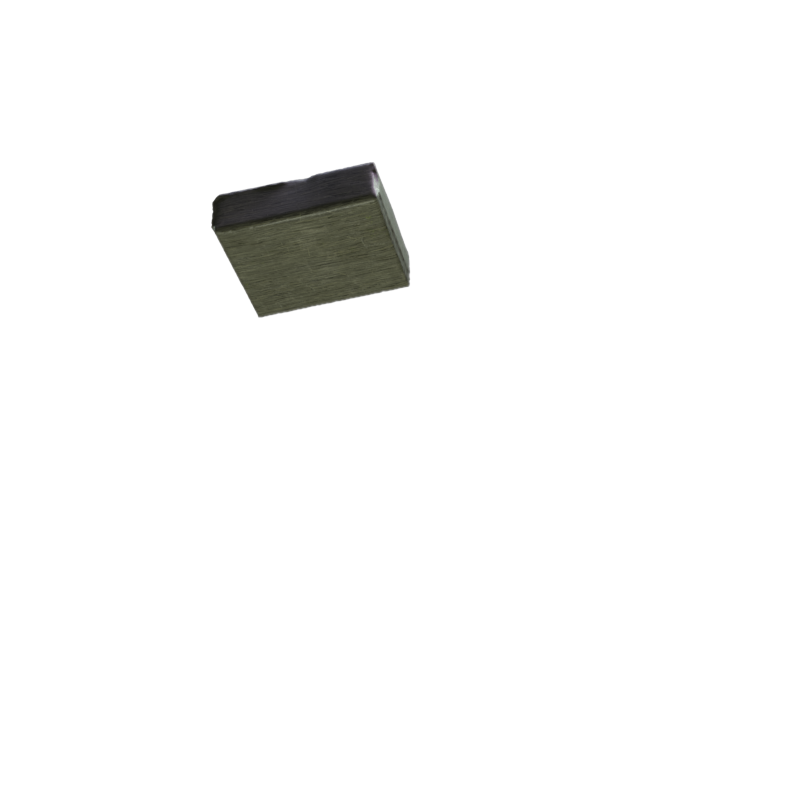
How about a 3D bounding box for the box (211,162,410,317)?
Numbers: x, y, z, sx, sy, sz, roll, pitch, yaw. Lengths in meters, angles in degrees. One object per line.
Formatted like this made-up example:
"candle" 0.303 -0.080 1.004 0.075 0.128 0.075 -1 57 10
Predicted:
"box" -0.046 -0.084 0.586 0.090 0.032 0.067 -10 -39 12
